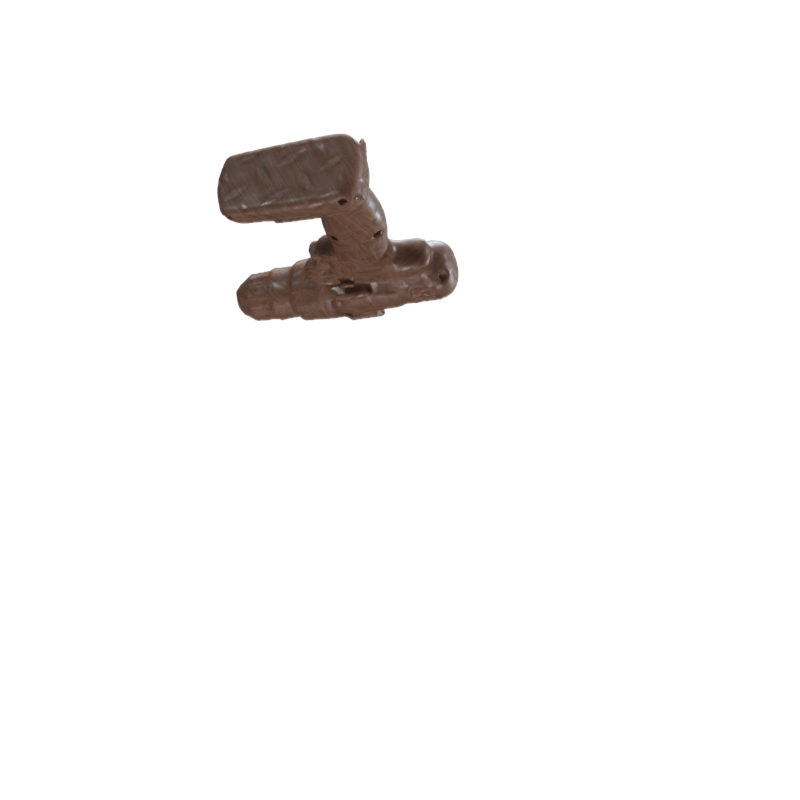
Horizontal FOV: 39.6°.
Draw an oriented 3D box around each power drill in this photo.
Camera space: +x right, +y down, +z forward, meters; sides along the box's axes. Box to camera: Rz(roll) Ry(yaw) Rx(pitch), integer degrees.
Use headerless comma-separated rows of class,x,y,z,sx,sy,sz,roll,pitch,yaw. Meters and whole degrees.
power drill,-0.065,-0.119,0.833,0.187,0.061,0.174,-8,-25,17
